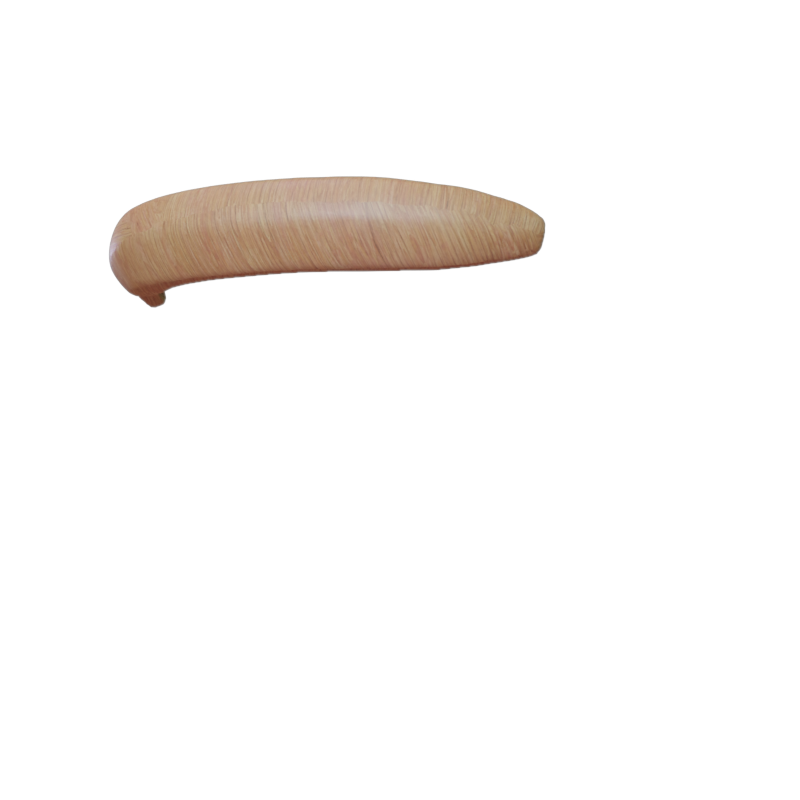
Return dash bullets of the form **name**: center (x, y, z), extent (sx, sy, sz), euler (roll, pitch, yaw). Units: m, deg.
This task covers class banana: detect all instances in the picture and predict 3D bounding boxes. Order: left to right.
- **banana**: center (-0.047, -0.063, 0.426), extent (0.204, 0.037, 0.066), euler (-2, -4, 34)
